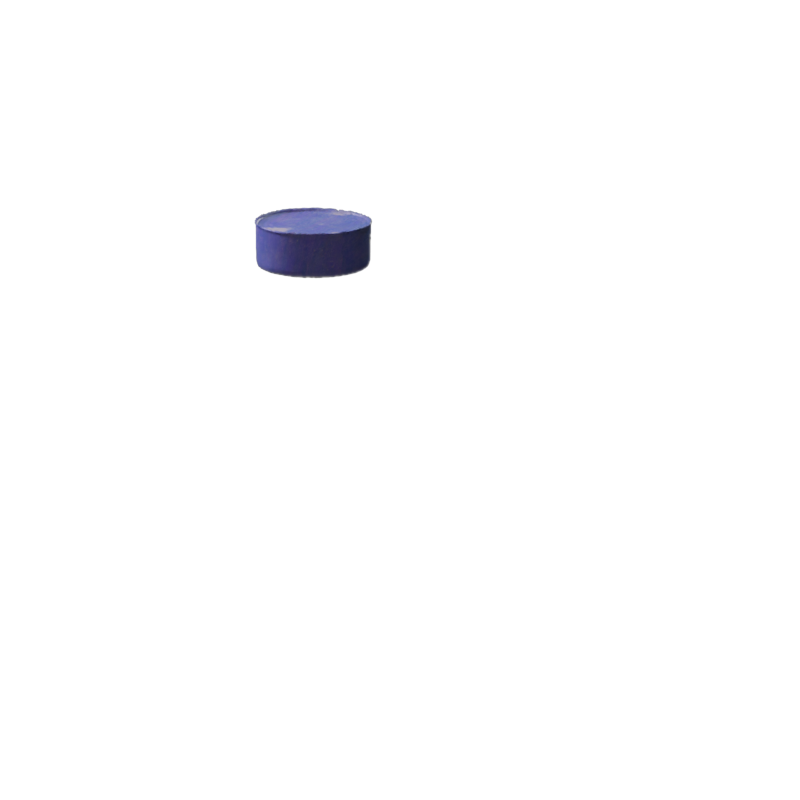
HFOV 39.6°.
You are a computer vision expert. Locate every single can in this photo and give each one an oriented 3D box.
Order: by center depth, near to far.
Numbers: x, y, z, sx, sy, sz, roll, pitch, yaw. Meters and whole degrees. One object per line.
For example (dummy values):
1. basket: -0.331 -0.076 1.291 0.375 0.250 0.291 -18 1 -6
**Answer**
1. can: -0.064 -0.116 0.813 0.086 0.032 0.090 -1 20 -2
